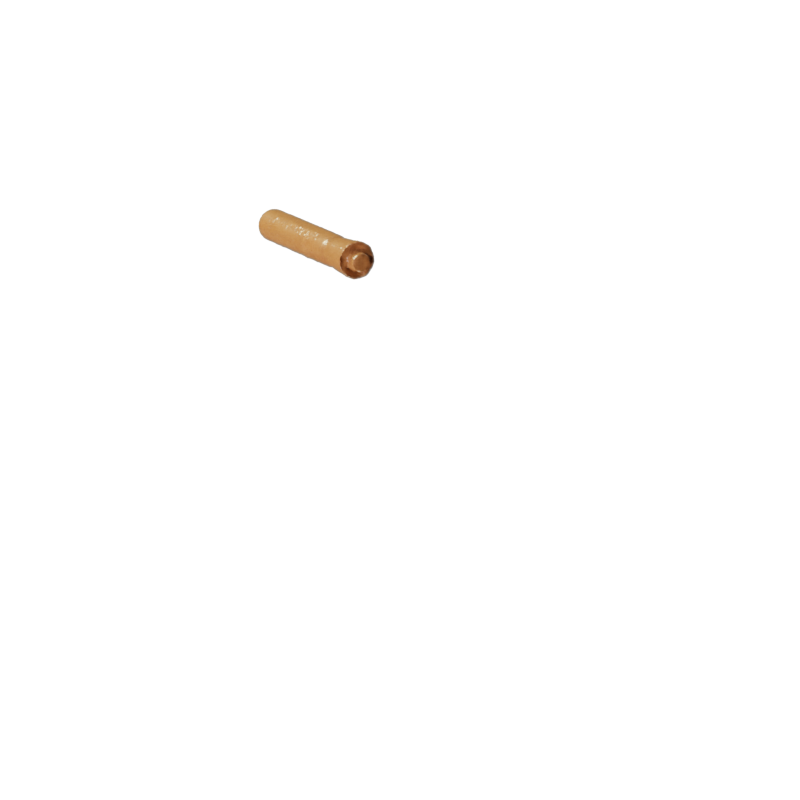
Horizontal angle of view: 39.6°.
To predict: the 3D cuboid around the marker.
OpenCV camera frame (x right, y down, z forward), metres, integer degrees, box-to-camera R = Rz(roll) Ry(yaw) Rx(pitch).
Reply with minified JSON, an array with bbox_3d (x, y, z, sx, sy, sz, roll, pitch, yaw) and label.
[{"bbox_3d":[-0.046,-0.084,0.586,0.019,0.019,0.128,-2,17,-26],"label":"marker"}]
